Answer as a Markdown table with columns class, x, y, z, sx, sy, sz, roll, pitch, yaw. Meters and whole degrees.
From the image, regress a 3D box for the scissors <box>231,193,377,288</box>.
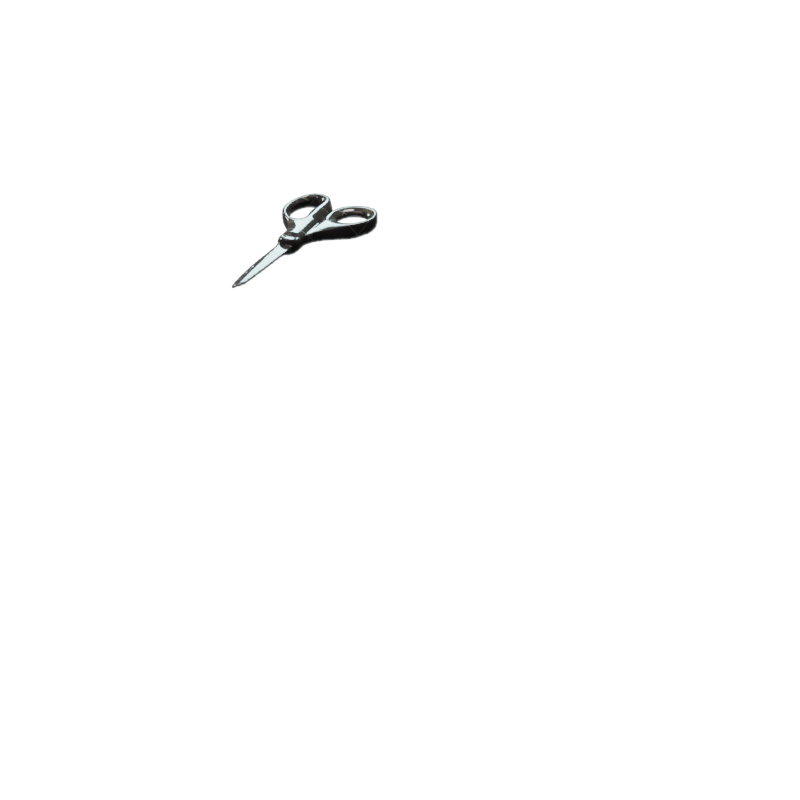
| class | x | y | z | sx | sy | sz | roll | pitch | yaw |
| --- | --- | --- | --- | --- | --- | --- | --- | --- | --- |
| scissors | -0.075 | -0.136 | 0.955 | 0.097 | 0.015 | 0.211 | 3 | 30 | 6 |
